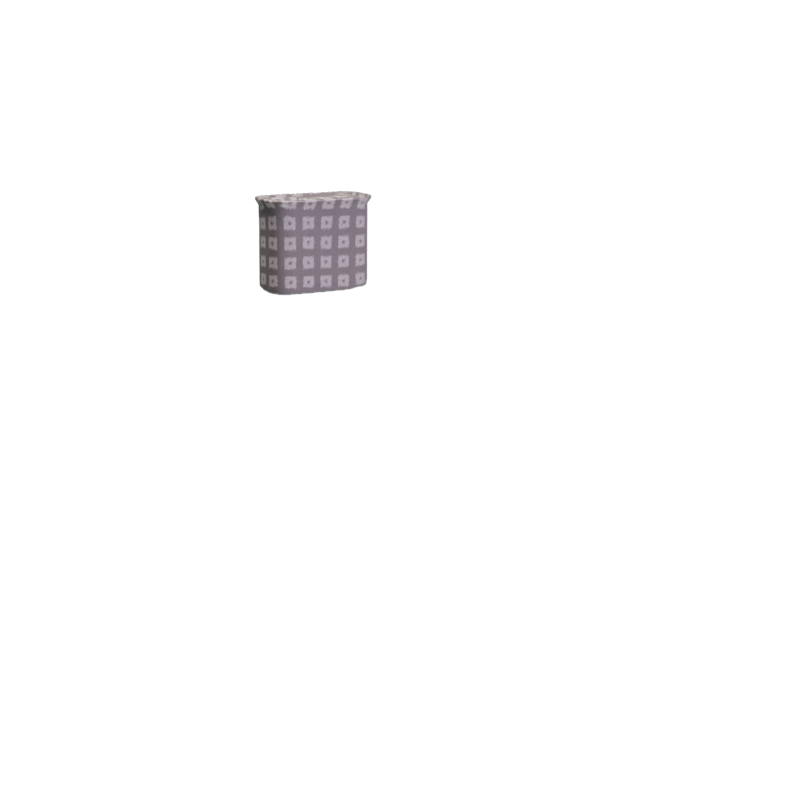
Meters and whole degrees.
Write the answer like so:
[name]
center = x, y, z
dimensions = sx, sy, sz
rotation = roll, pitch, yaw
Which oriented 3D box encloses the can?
[can]
center = -0.078, -0.142, 0.995
dimensions = 0.099, 0.082, 0.060
rotation = -6, 13, -27
